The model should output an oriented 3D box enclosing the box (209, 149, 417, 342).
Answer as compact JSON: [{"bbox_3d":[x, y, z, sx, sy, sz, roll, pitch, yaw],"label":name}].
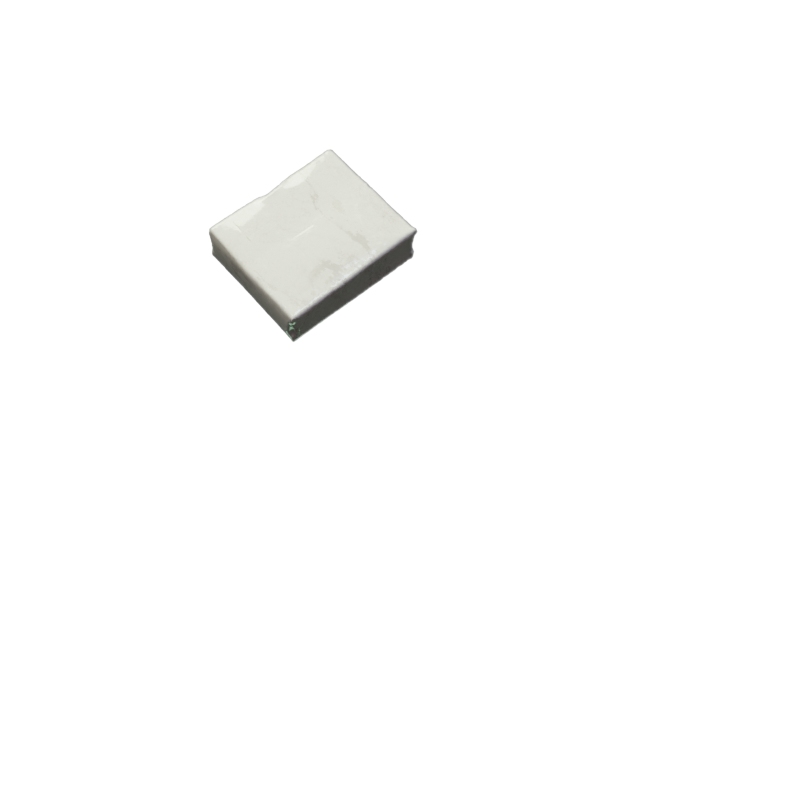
[{"bbox_3d":[-0.047,-0.086,0.604,0.090,0.077,0.028,-36,-24,-20],"label":"box"}]
